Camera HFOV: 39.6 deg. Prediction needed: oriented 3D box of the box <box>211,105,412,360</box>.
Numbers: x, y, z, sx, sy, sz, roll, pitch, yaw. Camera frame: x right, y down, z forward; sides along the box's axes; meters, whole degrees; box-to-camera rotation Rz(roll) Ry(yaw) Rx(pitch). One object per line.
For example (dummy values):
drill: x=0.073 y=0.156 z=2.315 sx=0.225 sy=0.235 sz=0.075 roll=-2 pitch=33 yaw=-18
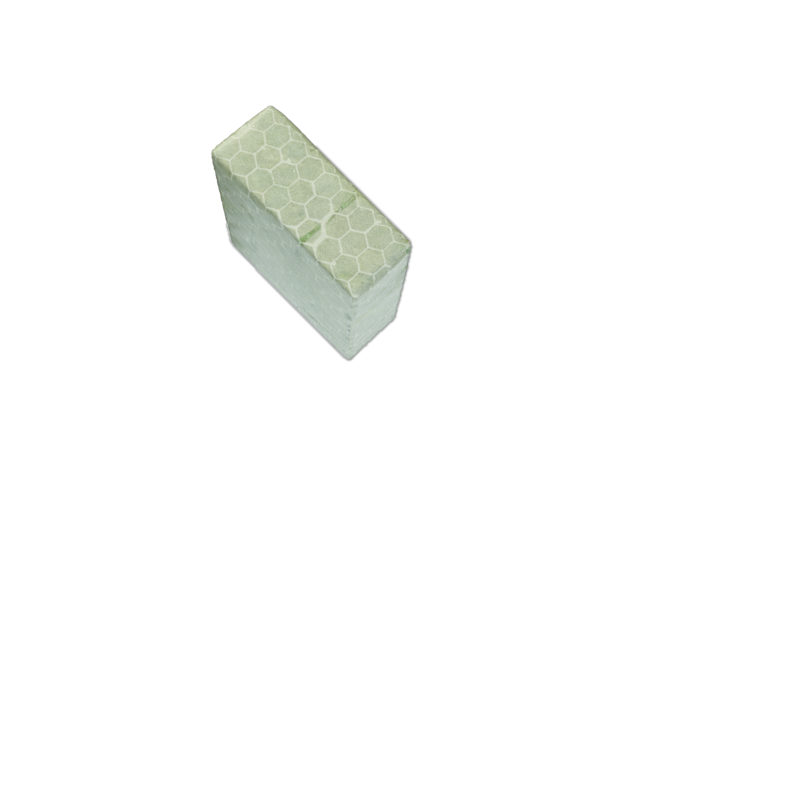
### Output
box: x=-0.073 y=-0.134 z=0.938 sx=0.072 sy=0.169 sz=0.206 roll=-42 pitch=-9 yaw=-11
